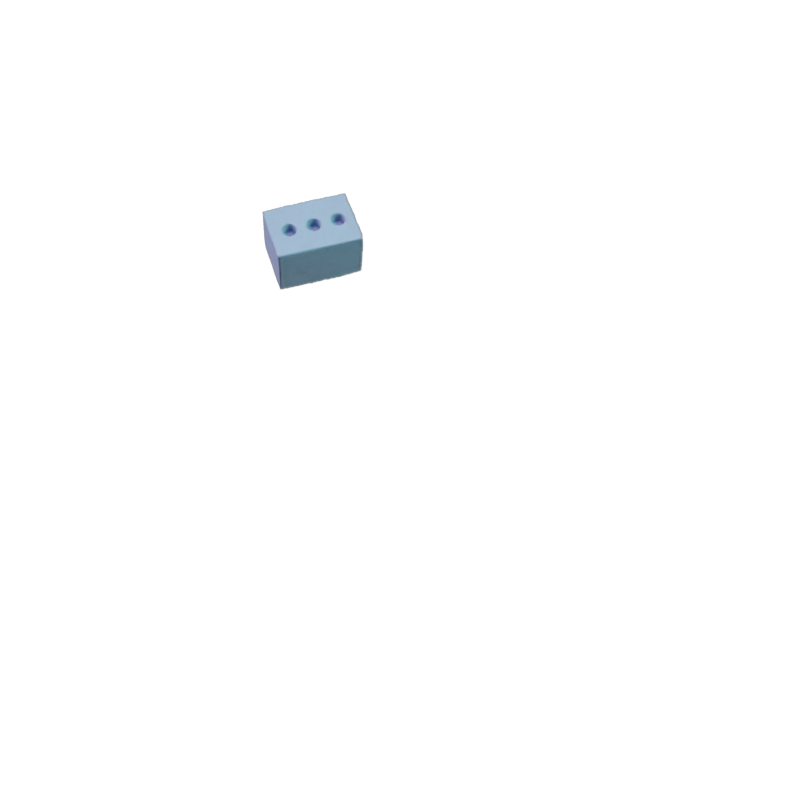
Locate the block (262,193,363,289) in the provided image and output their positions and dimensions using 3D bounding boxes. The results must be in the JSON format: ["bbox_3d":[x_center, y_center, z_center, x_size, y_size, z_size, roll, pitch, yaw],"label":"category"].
[{"bbox_3d":[-0.076,-0.138,0.967,0.077,0.057,0.048,-15,-32,-11],"label":"block"}]
